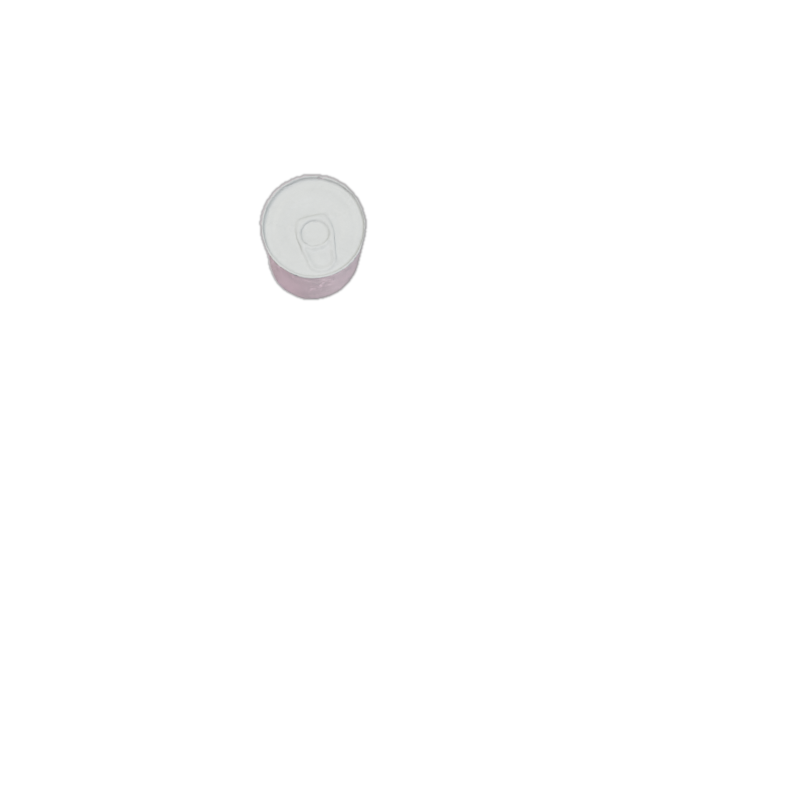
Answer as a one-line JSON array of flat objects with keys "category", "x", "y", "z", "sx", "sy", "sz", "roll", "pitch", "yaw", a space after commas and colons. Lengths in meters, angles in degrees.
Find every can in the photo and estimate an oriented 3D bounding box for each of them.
[{"category": "can", "x": -0.060, "y": -0.109, "z": 0.761, "sx": 0.068, "sy": 0.070, "sz": 0.100, "roll": 0, "pitch": -6, "yaw": -3}]
